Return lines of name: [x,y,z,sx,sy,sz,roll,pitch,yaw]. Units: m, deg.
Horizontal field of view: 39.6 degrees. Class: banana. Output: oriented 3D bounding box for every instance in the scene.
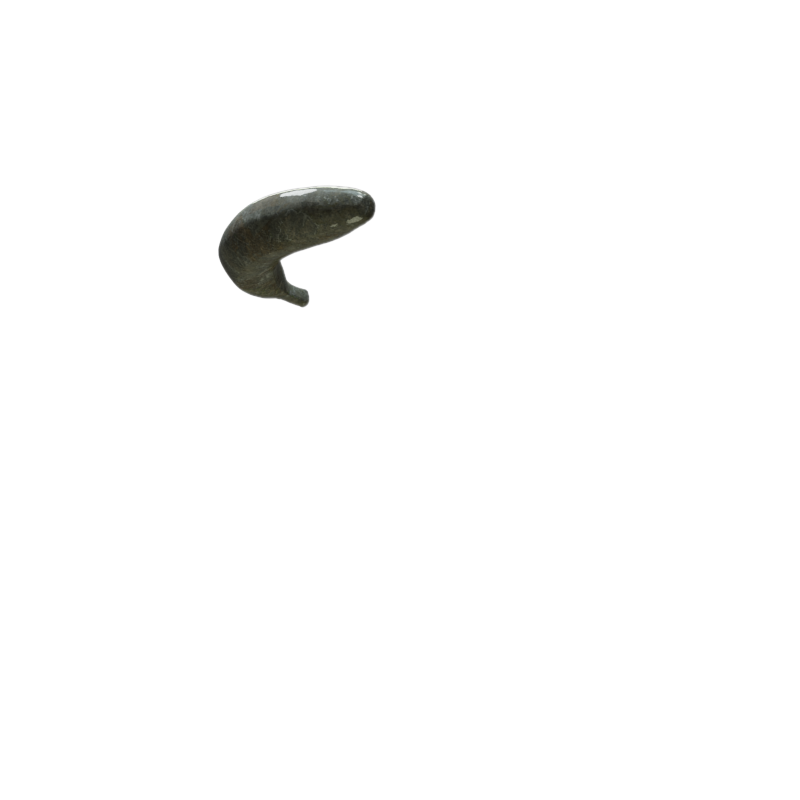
banana: [-0.070,-0.093,0.655,0.068,0.038,0.196,2,-8,-15]
